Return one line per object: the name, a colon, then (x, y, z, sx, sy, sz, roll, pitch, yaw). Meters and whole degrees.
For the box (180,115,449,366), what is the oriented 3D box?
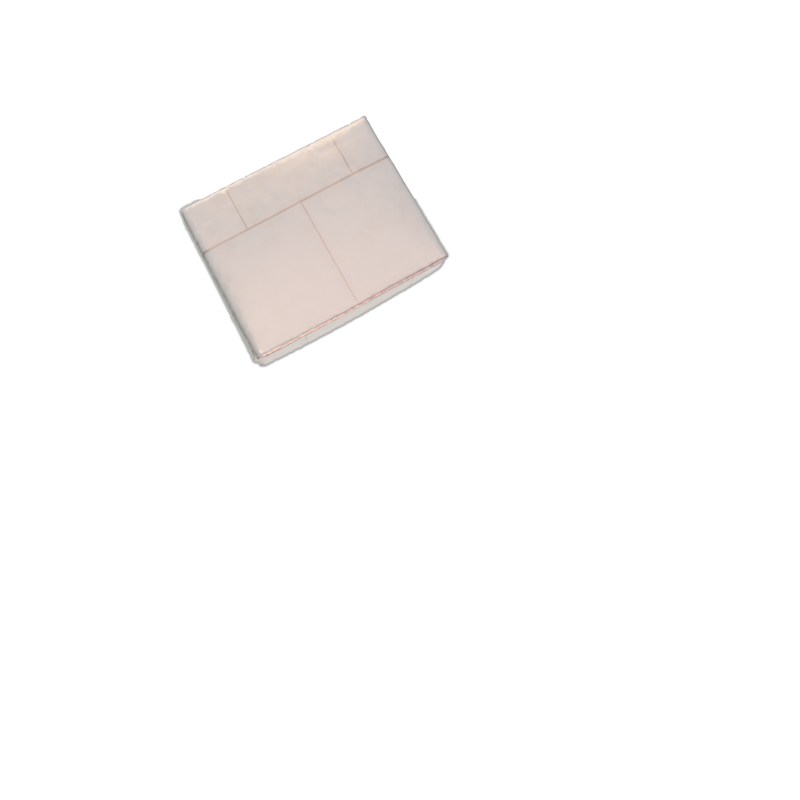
box: (-0.046, -0.083, 0.583, 0.113, 0.093, 0.038, -28, -12, -7)
